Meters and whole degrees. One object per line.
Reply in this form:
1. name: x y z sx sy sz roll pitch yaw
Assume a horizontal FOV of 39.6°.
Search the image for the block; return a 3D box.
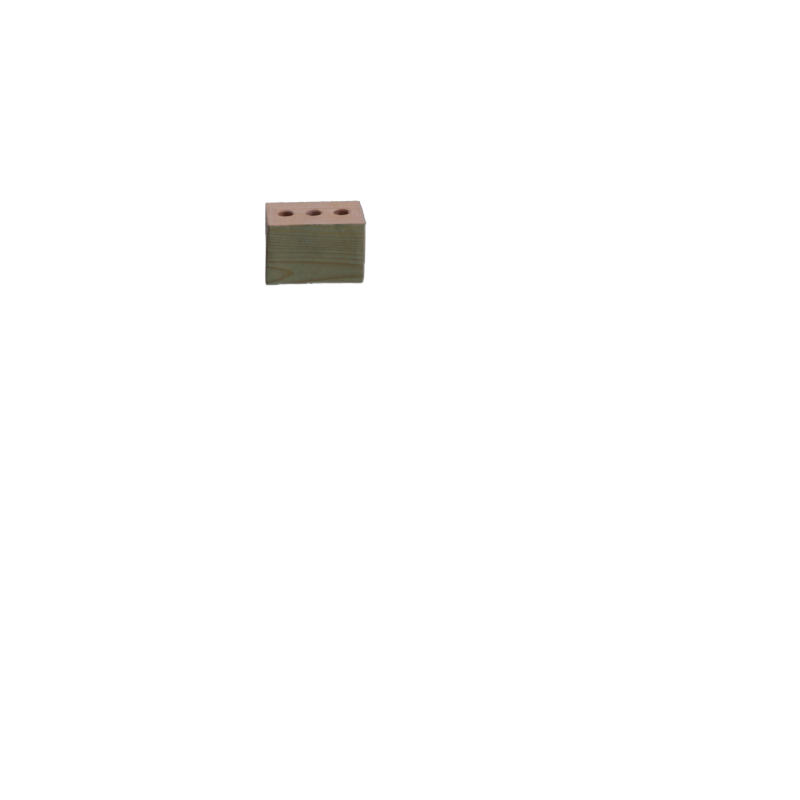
1. block: -0.068 -0.124 0.872 0.077 0.048 0.056 -2 27 -5
